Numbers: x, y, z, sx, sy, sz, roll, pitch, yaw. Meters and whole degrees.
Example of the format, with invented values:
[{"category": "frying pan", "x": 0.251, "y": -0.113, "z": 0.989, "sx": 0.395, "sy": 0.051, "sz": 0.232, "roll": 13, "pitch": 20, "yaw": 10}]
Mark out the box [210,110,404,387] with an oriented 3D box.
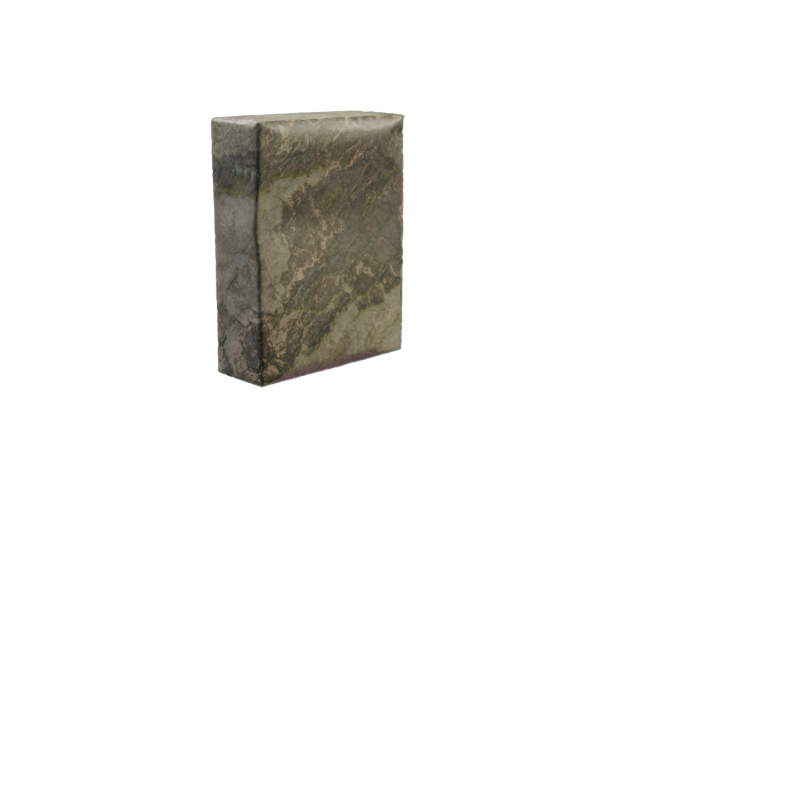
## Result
[{"category": "box", "x": -0.073, "y": -0.134, "z": 0.935, "sx": 0.160, "sy": 0.208, "sz": 0.076, "roll": -11, "pitch": 16, "yaw": -42}]
